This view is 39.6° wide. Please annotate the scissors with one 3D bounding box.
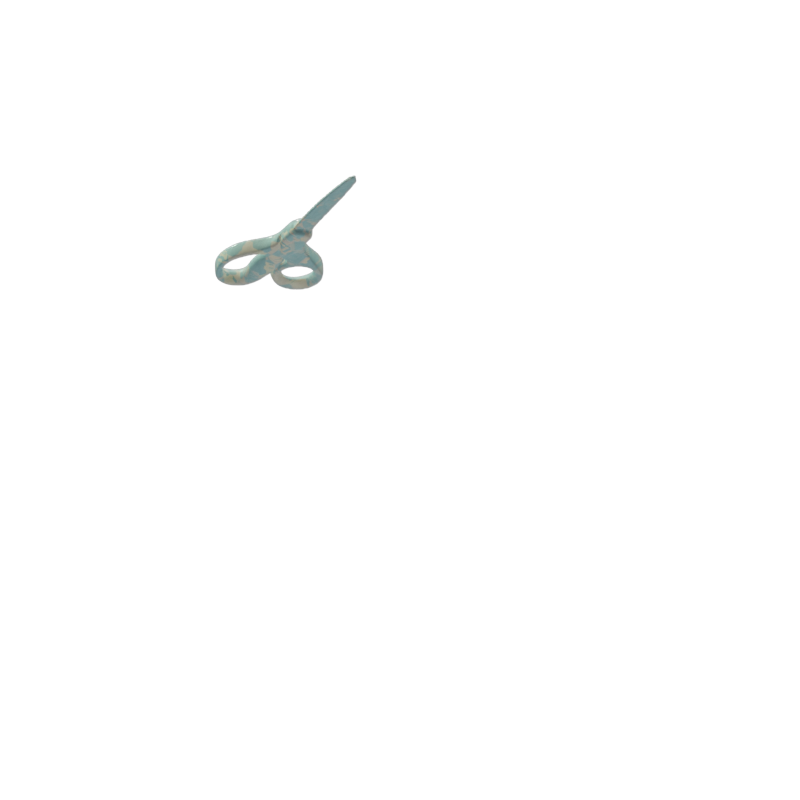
[{"bbox_3d":[-0.067,-0.122,0.856,0.091,0.016,0.203,15,-23,-40],"label":"scissors"}]
